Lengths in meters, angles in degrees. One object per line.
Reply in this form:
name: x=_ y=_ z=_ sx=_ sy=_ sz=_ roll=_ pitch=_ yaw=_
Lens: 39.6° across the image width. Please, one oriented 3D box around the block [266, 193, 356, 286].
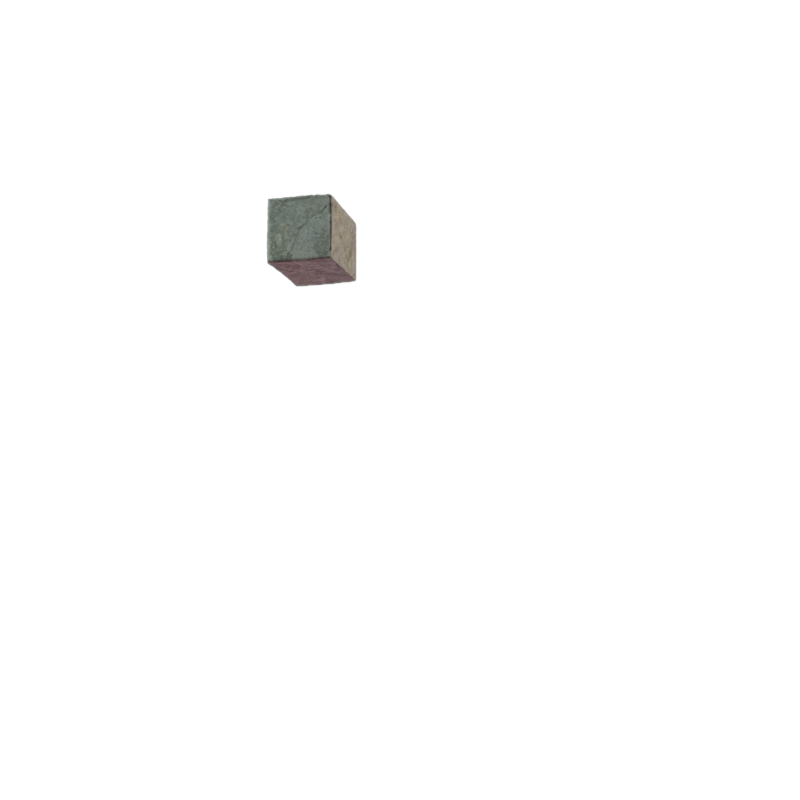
block: x=-0.068 y=-0.124 z=0.866 sx=0.053 sy=0.053 sz=0.074 roll=-3 pitch=-11 yaw=12
